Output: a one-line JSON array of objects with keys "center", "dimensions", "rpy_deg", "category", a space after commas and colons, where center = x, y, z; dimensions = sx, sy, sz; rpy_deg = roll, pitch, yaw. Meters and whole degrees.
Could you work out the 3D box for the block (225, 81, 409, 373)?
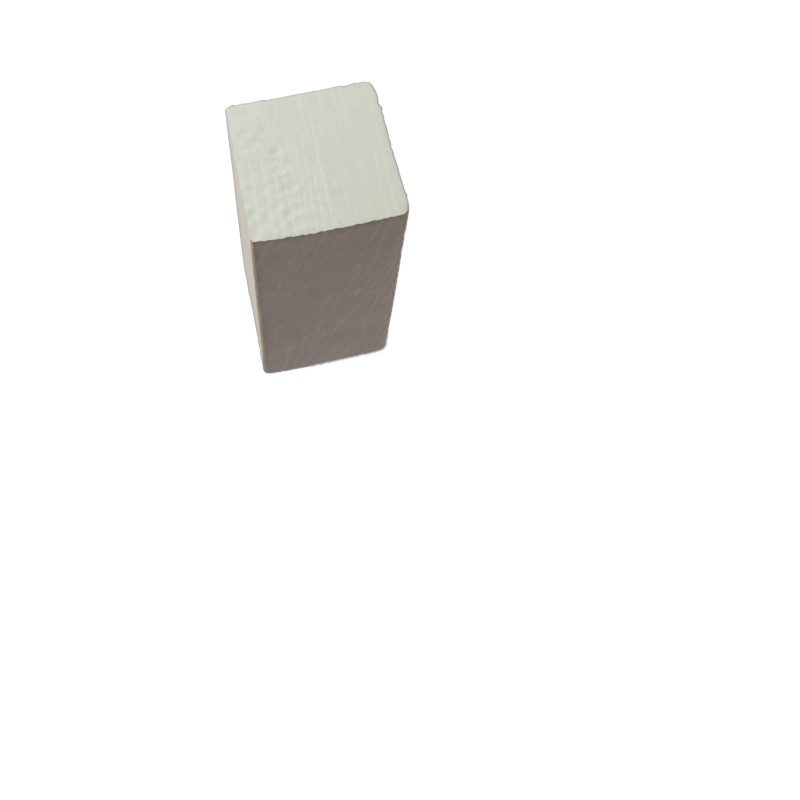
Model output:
[{"center": [-0.054, -0.100, 0.704], "dimensions": [0.090, 0.096, 0.196], "rpy_deg": [-11, -20, -8], "category": "block"}]
